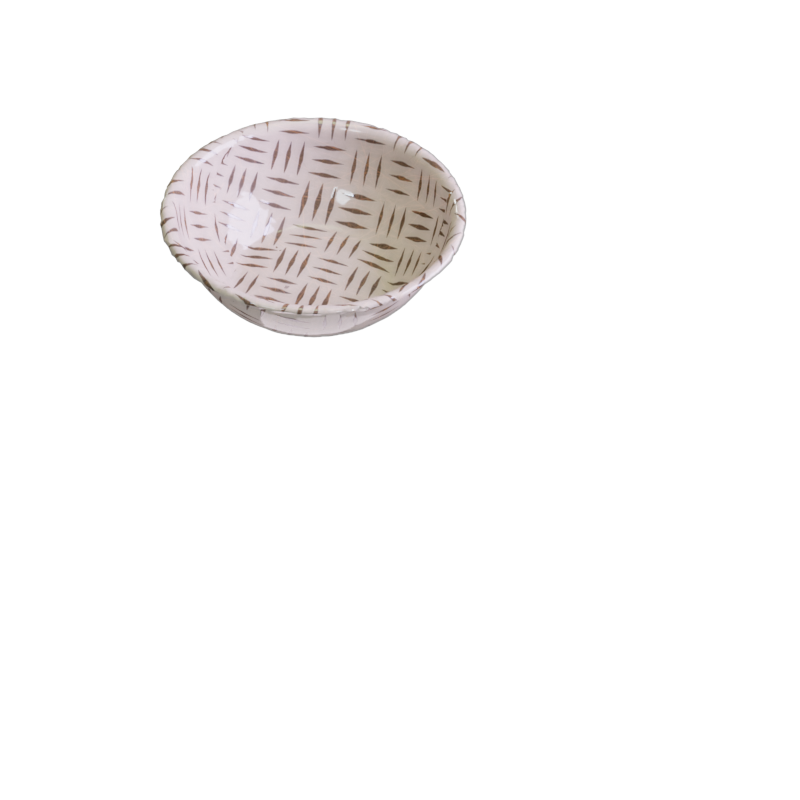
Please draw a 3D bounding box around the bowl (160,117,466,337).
[{"bbox_3d":[-0.047,-0.086,0.601,0.162,0.174,0.051,-1,-45,-1],"label":"bowl"}]
